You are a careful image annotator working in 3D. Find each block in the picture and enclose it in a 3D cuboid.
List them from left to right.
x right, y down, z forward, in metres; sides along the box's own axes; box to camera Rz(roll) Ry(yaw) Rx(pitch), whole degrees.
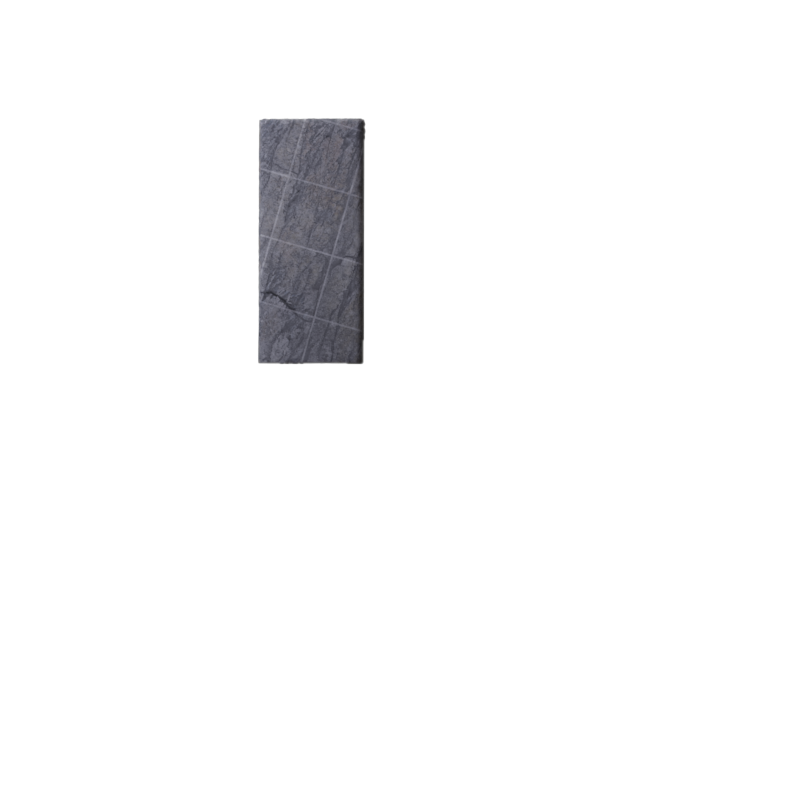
[{"bbox_3d":[-0.075,-0.138,0.969,0.090,0.207,0.090,0,0,1],"label":"block"}]
